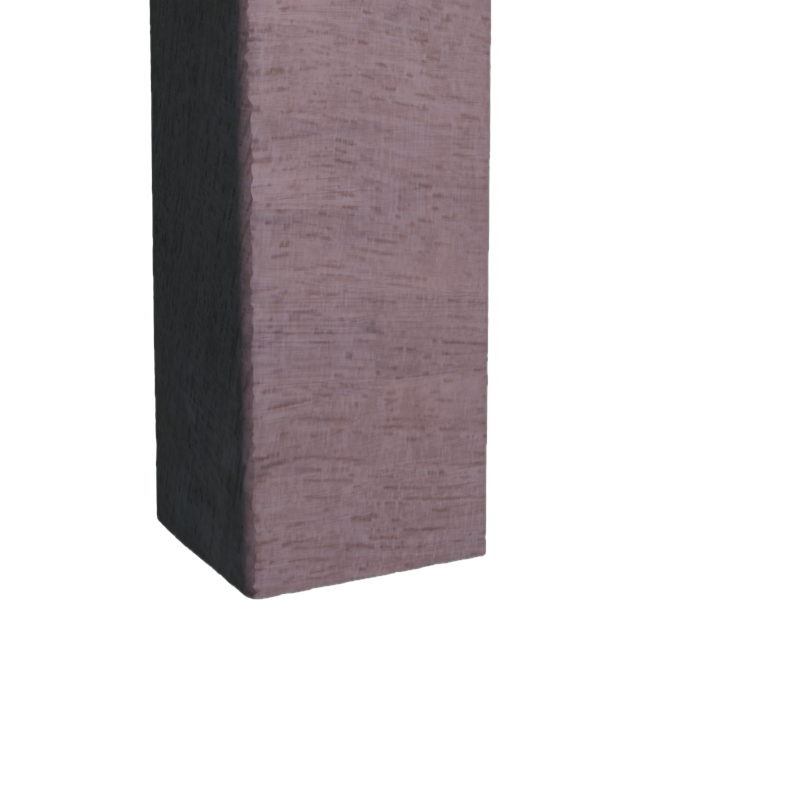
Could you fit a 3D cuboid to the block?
[{"bbox_3d":[-0.030,-0.054,0.379,0.088,0.204,0.094,-3,7,-29],"label":"block"}]
